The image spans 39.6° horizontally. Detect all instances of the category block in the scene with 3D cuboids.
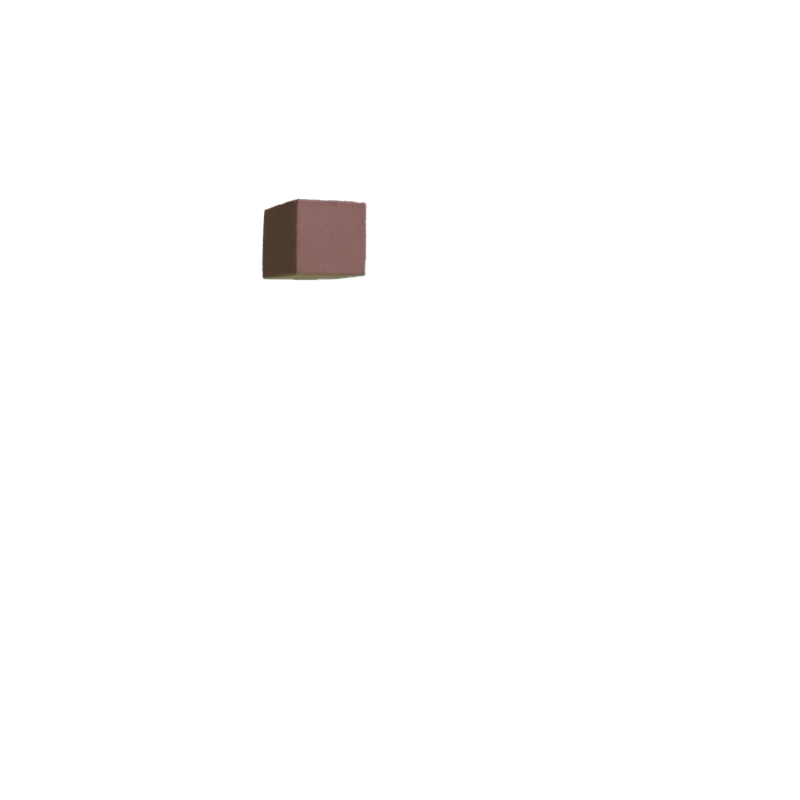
[{"bbox_3d":[-0.061,-0.111,0.781,0.051,0.051,0.080,0,1,-23],"label":"block"}]
